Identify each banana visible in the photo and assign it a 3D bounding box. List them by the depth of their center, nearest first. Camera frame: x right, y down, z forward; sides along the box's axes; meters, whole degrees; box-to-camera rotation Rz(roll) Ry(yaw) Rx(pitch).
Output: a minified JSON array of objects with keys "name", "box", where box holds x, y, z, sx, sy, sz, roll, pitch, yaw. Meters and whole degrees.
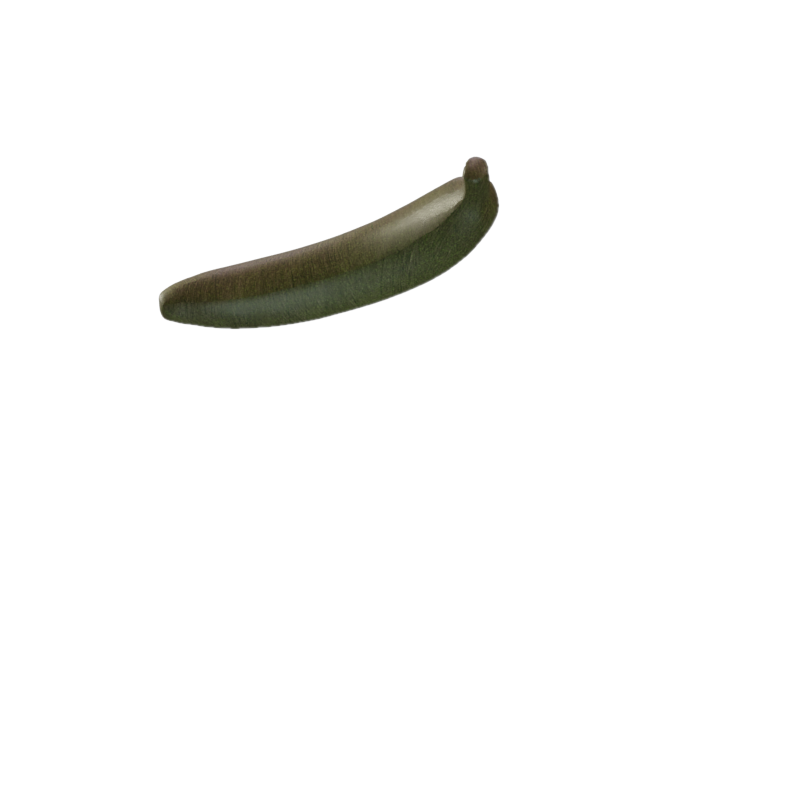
[{"name":"banana","box":[-0.027,-0.070,0.537,0.199,0.039,0.065,-19,-34,32]}]
